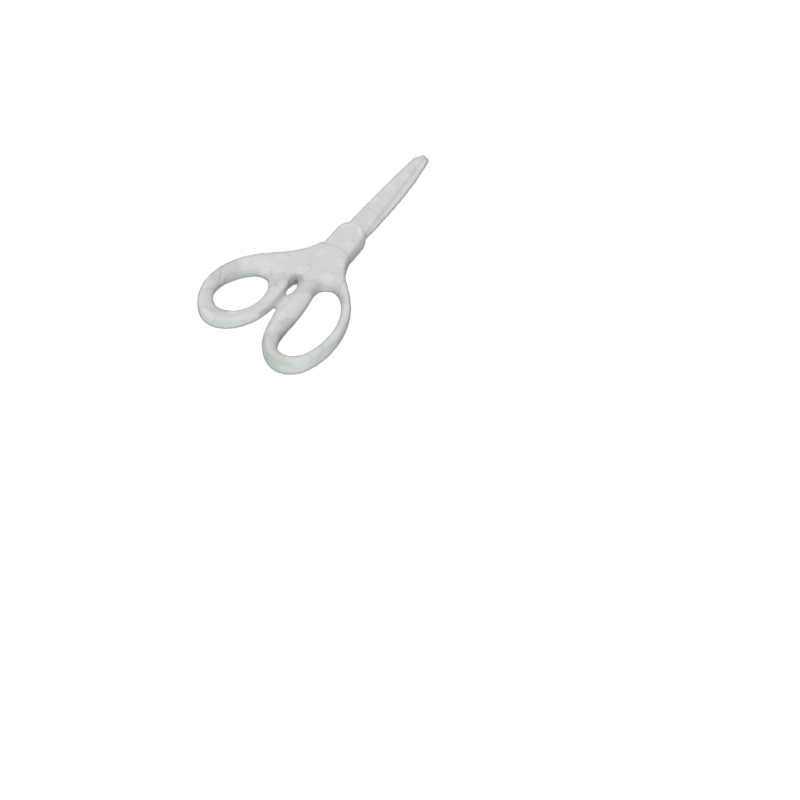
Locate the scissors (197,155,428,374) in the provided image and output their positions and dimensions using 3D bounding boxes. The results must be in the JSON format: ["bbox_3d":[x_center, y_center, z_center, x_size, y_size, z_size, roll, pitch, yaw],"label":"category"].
[{"bbox_3d":[-0.052,-0.094,0.661,0.098,0.015,0.212,10,46,10],"label":"scissors"}]
